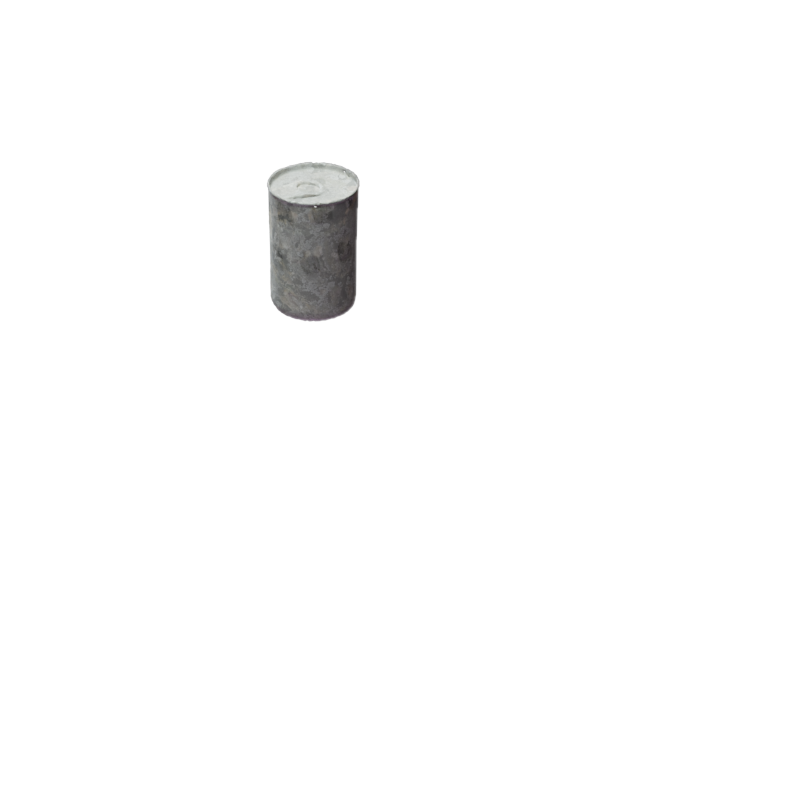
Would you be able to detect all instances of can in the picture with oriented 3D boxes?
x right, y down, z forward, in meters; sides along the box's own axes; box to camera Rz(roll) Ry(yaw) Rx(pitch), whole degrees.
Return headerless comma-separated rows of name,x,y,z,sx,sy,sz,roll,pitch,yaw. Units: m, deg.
can,-0.066,-0.120,0.837,0.068,0.096,0.073,0,33,-3
